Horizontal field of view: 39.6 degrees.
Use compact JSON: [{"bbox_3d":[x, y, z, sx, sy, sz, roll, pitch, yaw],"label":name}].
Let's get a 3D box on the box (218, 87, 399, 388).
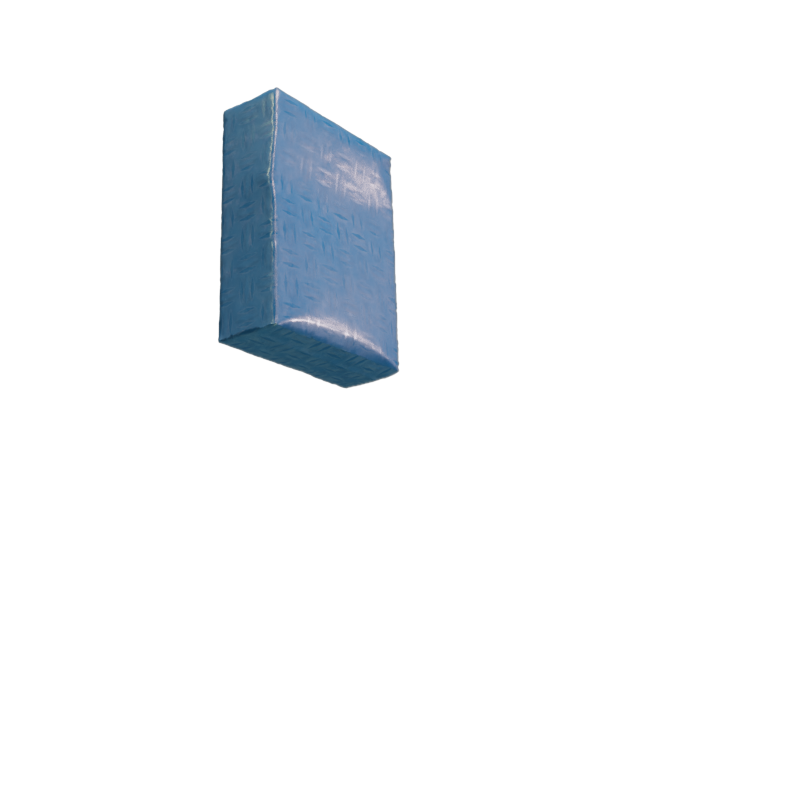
[{"bbox_3d":[-0.074,-0.135,0.942,0.073,0.225,0.154,-19,-27,35],"label":"box"}]
